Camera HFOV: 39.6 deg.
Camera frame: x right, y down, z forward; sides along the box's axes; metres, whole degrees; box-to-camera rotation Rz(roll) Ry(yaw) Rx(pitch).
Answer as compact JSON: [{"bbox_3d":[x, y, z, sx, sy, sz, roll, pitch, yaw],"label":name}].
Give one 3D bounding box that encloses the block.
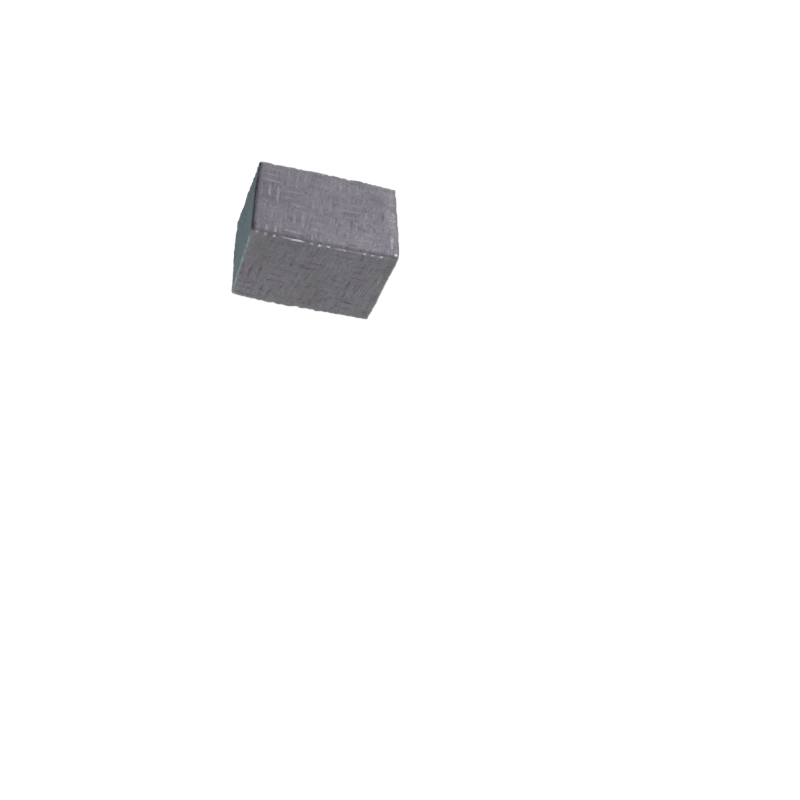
[{"bbox_3d":[-0.046,-0.083,0.583,0.076,0.055,0.050,11,-41,-14],"label":"block"}]
